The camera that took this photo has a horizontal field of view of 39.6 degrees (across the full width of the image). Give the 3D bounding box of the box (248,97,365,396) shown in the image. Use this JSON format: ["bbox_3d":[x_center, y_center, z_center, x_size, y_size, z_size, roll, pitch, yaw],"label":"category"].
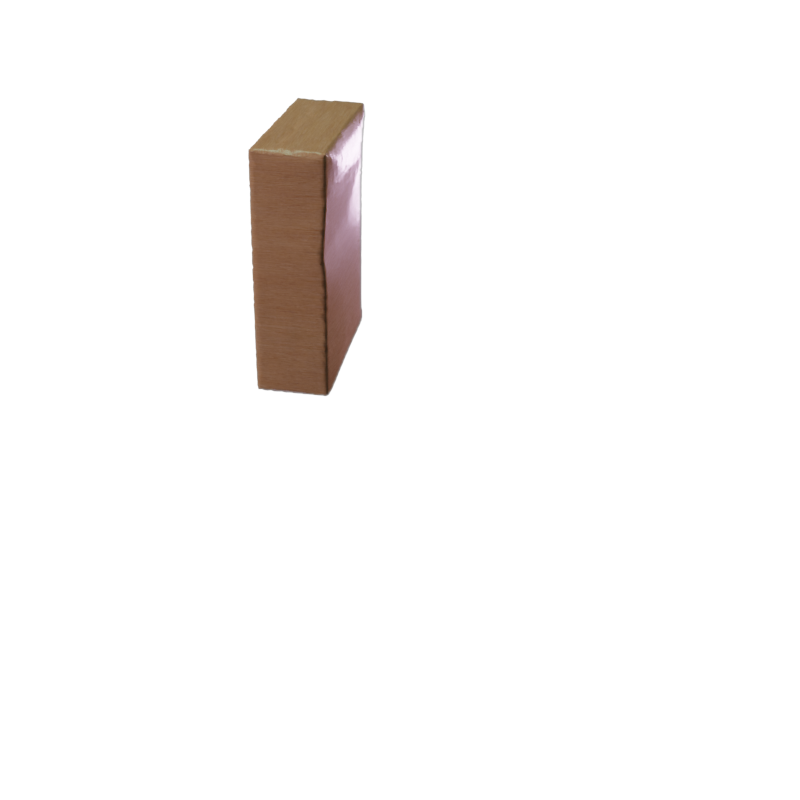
[{"bbox_3d":[-0.075,-0.137,0.960,0.073,0.203,0.171,5,26,7],"label":"box"}]
